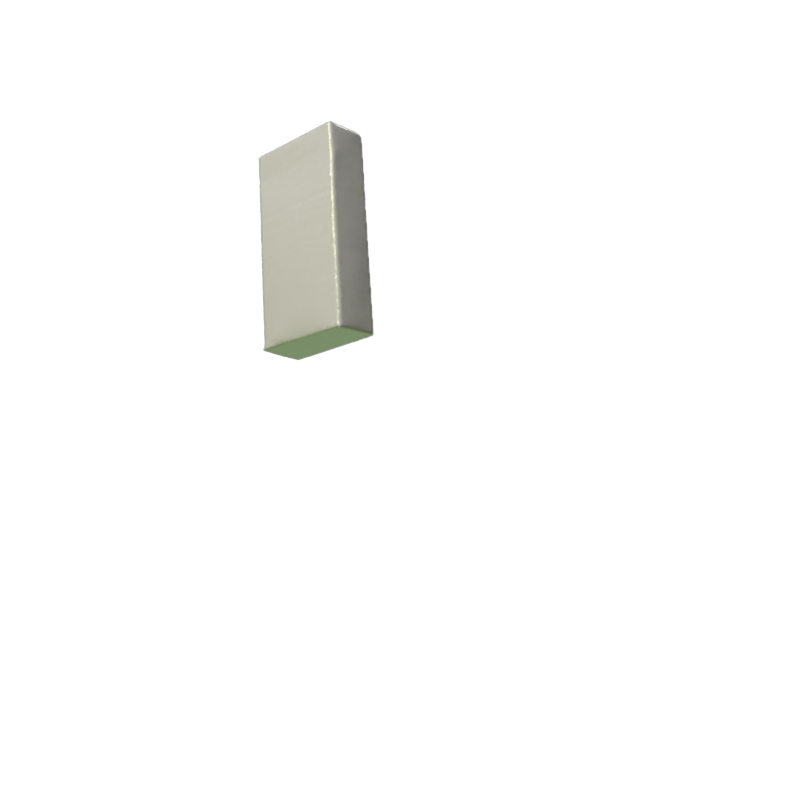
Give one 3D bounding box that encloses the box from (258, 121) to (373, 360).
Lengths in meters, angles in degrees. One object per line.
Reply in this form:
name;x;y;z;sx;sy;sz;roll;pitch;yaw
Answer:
box;-0.071;-0.130;0.908;0.094;0.185;0.045;-19;-27;40
